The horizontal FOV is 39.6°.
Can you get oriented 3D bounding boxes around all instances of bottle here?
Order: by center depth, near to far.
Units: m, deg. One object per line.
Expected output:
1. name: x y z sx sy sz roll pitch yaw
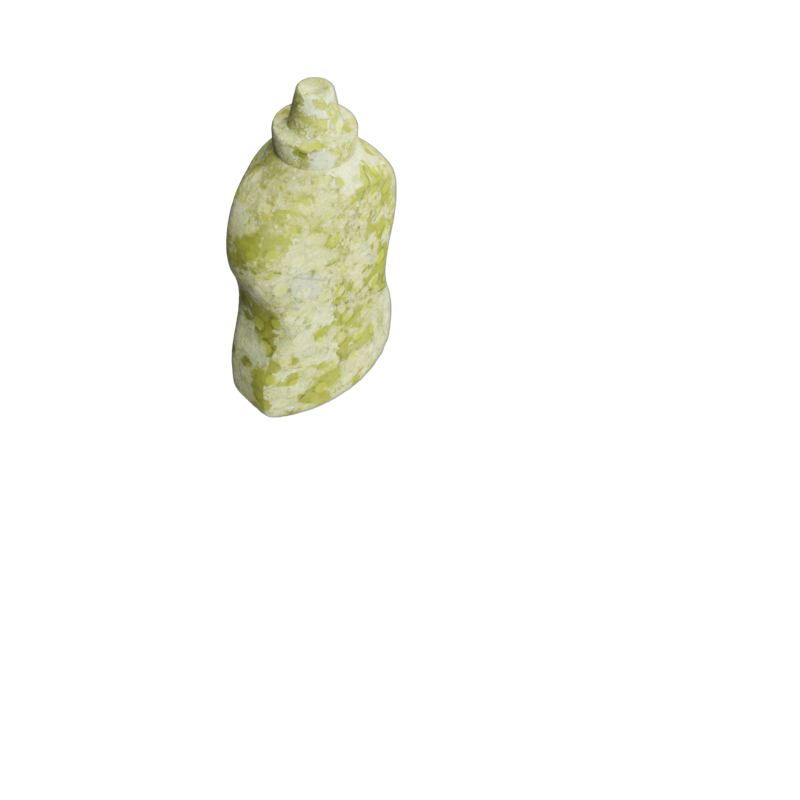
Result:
1. bottle: -0.044 -0.081 0.568 0.096 0.179 0.062 -31 56 -29
